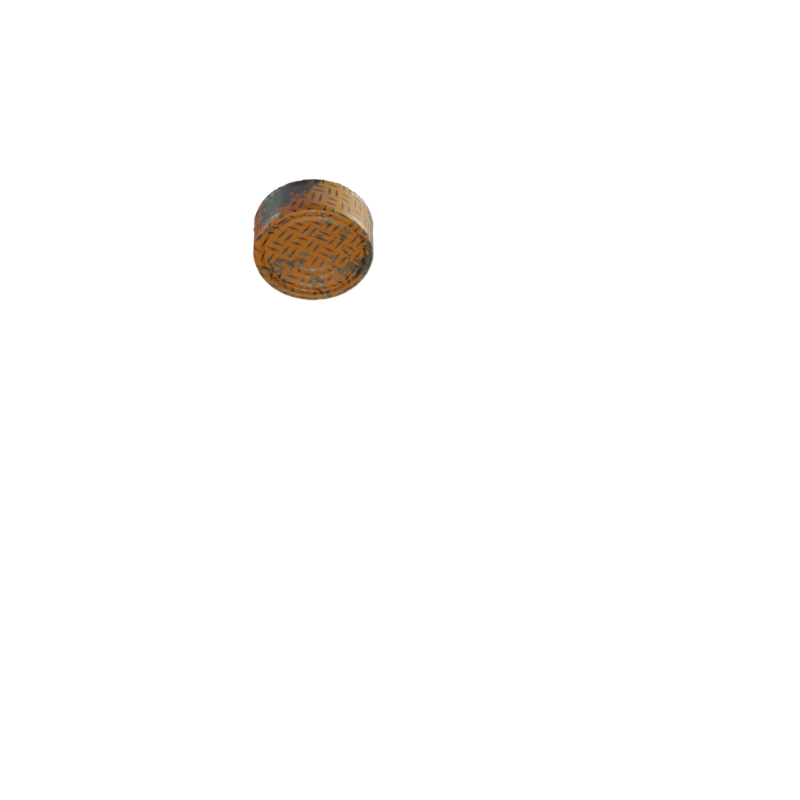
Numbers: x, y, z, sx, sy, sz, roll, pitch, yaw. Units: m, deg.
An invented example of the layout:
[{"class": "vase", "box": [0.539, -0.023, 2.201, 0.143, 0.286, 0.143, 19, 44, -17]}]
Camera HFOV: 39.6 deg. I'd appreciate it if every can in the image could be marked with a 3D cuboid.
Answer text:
[{"class": "can", "box": [-0.061, -0.112, 0.781, 0.086, 0.080, 0.036, 1, 42, -1]}]
